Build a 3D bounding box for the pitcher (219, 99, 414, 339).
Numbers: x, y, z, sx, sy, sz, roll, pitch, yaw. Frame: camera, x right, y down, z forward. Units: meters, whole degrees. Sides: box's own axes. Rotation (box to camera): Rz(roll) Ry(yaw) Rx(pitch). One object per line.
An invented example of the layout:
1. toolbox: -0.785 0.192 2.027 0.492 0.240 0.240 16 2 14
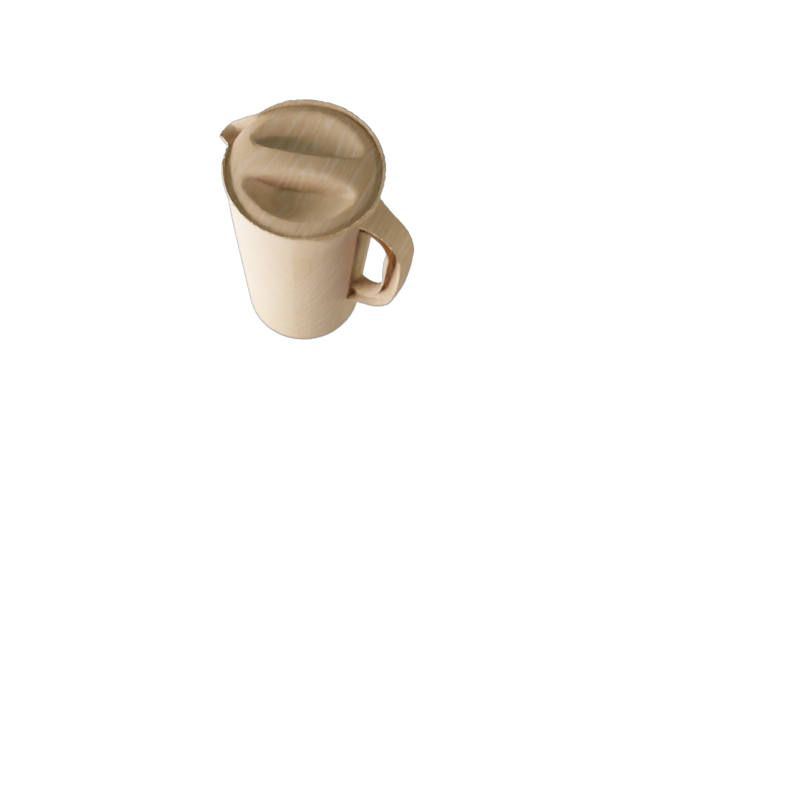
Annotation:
1. pitcher: -0.077 -0.141 0.987 0.144 0.158 0.230 -9 -22 -7
